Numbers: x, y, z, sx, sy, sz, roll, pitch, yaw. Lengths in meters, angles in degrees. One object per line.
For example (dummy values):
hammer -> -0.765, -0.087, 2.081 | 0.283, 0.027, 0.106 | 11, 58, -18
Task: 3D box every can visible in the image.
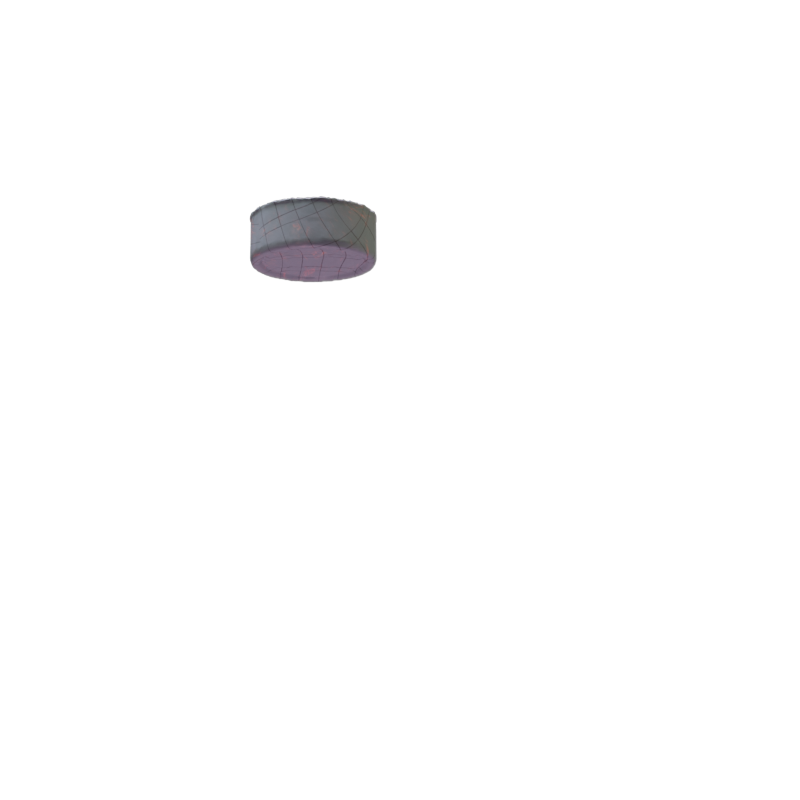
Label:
can -> -0.058, -0.106, 0.741 | 0.086, 0.035, 0.083 | 0, -12, -2
